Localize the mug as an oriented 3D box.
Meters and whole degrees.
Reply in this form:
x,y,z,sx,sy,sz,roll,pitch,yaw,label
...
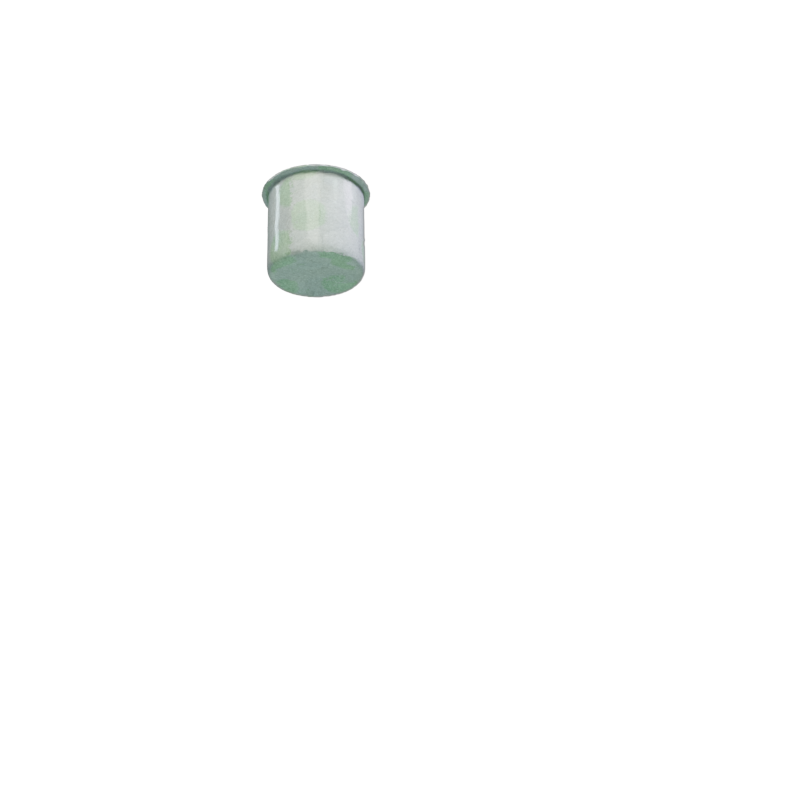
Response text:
x,y,z,sx,sy,sz,roll,pitch,yaw,label
-0.074,-0.135,0.943,0.092,0.087,0.112,5,-27,-13,mug
